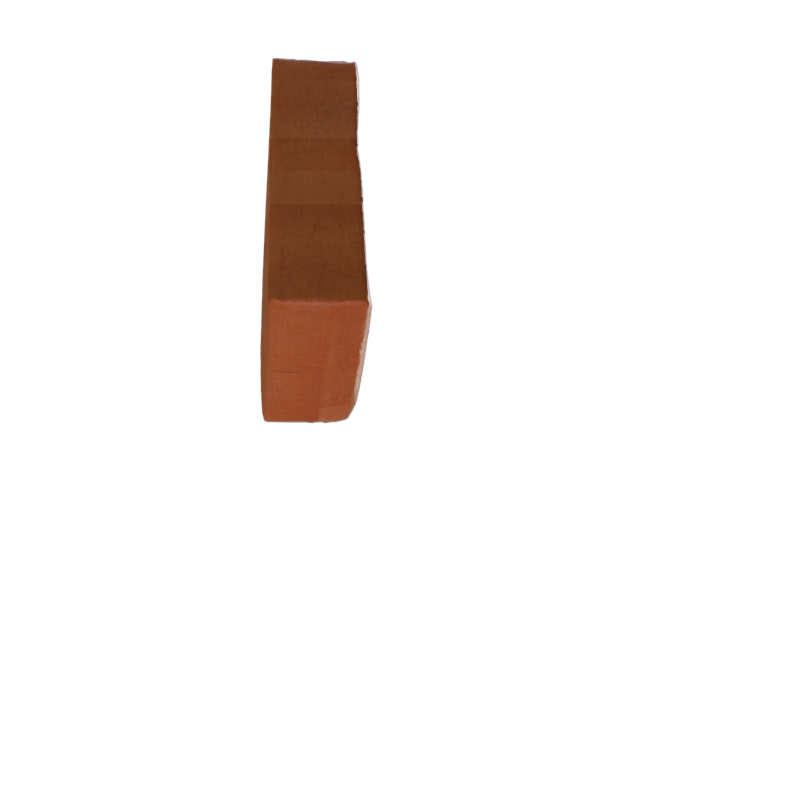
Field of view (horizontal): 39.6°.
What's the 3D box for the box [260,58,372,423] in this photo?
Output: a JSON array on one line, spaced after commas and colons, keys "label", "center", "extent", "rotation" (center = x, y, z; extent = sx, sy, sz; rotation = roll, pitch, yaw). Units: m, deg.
[{"label": "box", "center": [-0.063, -0.115, 0.803], "extent": [0.071, 0.229, 0.154], "rotation": [2, -33, -6]}]
